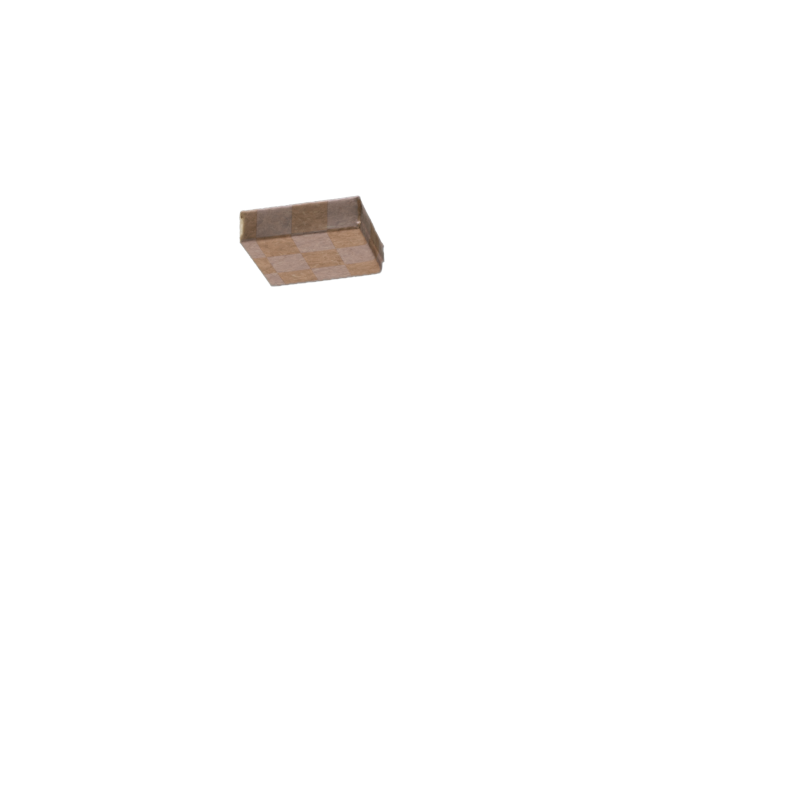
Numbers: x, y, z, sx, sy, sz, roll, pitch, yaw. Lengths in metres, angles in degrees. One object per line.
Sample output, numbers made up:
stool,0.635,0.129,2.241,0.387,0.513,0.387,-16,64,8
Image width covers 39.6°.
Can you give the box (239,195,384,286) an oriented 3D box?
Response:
box,-0.062,-0.114,0.796,0.090,0.032,0.068,-6,-23,13
